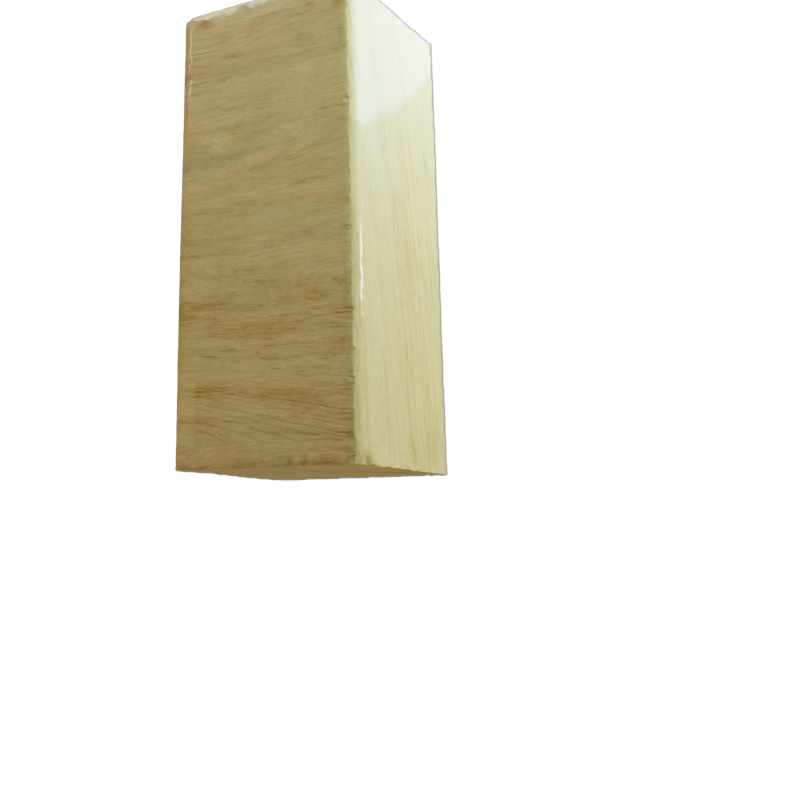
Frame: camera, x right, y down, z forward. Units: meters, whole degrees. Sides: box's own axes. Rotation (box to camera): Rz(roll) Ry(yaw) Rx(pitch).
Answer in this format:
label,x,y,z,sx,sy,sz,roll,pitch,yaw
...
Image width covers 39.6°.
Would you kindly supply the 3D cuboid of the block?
label,x,y,z,sx,sy,sz,roll,pitch,yaw
block,-0.040,-0.072,0.502,0.093,0.213,0.085,-8,-15,28
